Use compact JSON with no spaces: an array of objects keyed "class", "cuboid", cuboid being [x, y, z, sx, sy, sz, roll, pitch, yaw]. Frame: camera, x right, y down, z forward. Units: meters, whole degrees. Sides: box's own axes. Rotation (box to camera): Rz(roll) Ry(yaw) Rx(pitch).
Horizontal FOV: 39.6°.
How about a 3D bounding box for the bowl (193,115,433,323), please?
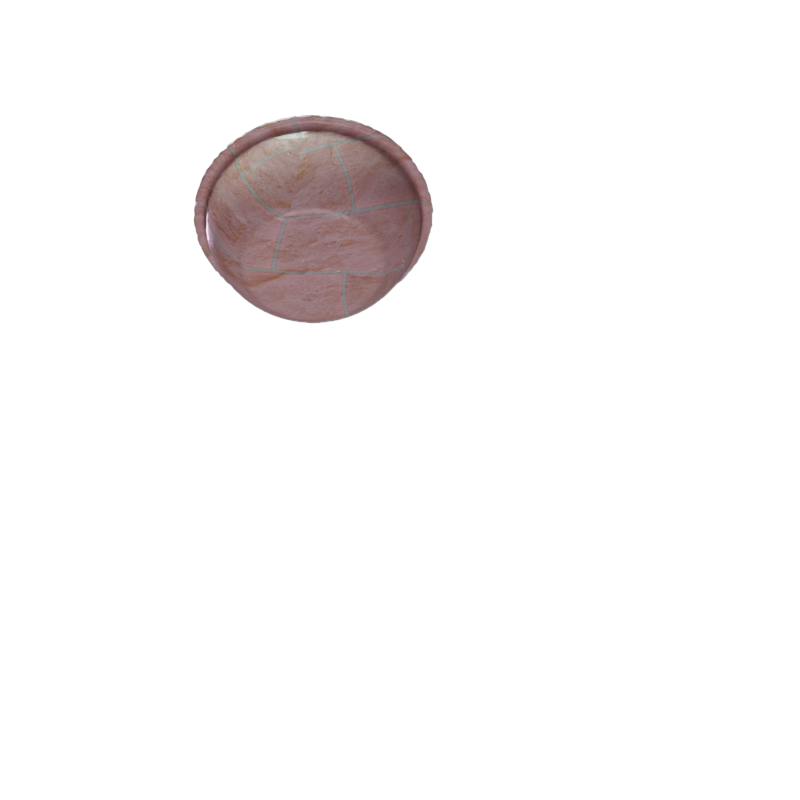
[{"class":"bowl","cuboid":[-0.057,-0.104,0.730,0.162,0.151,0.059,1,39,-1]}]
